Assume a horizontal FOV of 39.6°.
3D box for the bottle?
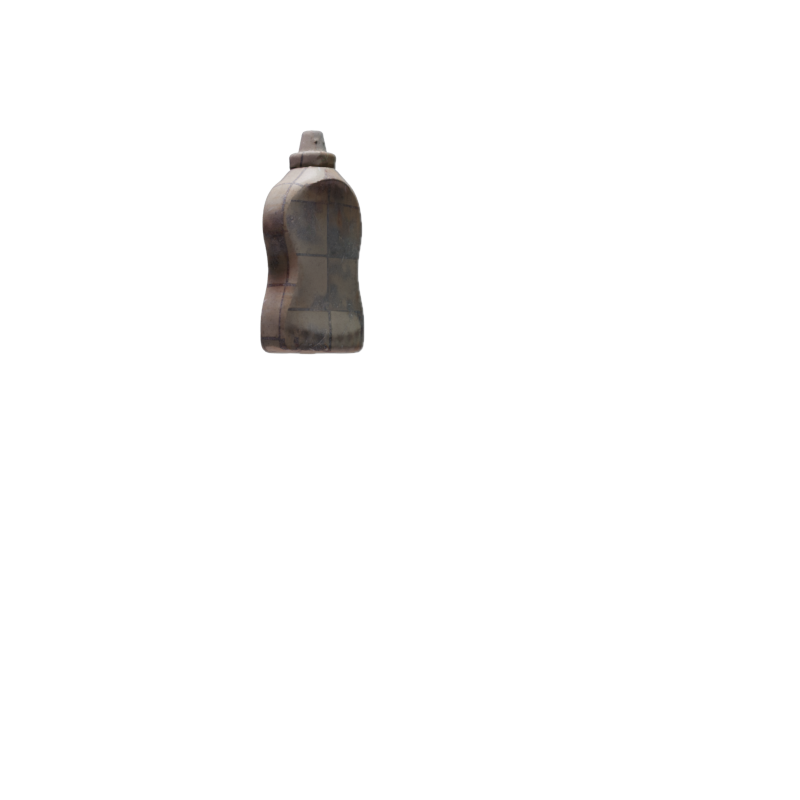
[{"bbox_3d":[-0.075,-0.136,0.954,0.092,0.194,0.060,3,-5,-41],"label":"bottle"}]
